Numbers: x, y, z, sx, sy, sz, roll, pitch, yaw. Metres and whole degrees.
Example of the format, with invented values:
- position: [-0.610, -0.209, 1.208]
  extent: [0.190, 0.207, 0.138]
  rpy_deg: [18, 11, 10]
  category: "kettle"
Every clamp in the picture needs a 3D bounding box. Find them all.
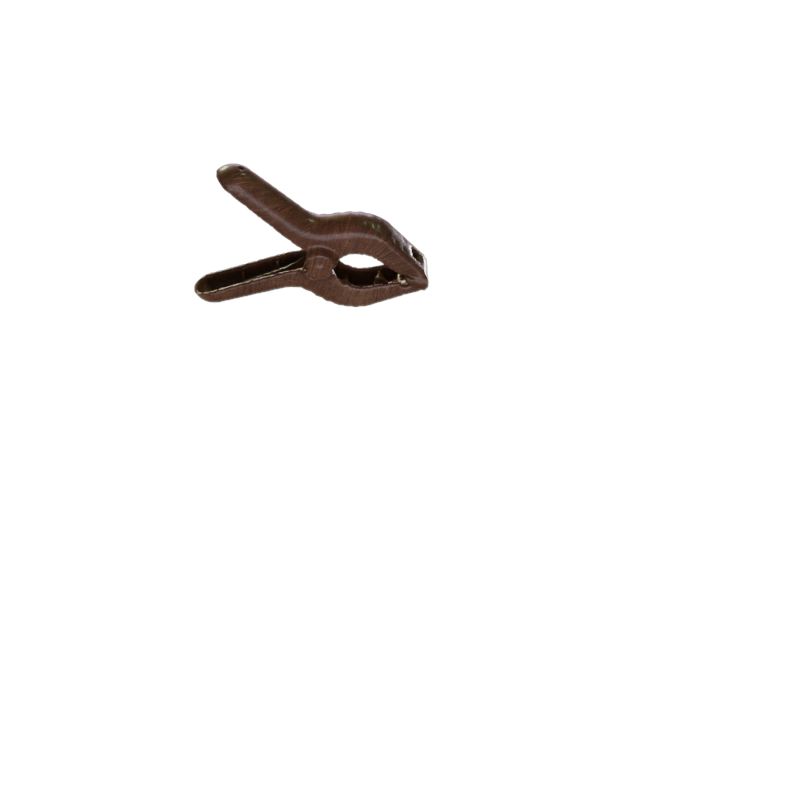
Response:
- position: [-0.062, -0.113, 0.793]
  extent: [0.171, 0.042, 0.112]
  rpy_deg: [3, -41, -3]
  category: "clamp"
